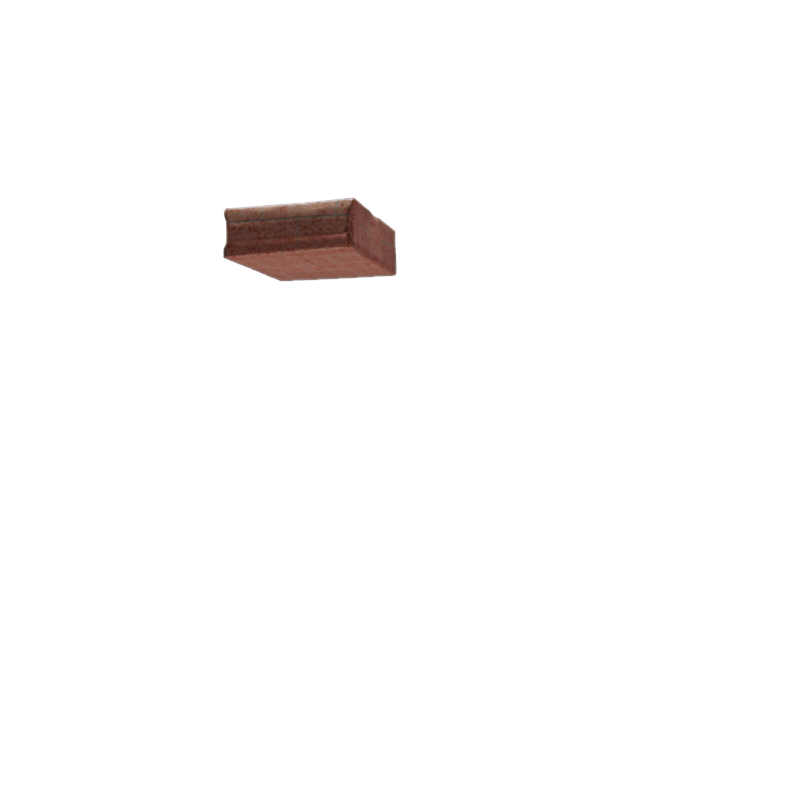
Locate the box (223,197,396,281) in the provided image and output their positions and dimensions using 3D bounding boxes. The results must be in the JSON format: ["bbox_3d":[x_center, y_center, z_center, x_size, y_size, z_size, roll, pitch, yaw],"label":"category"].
[{"bbox_3d":[-0.048,-0.088,0.615,0.075,0.031,0.086,-2,-5,17],"label":"box"}]
